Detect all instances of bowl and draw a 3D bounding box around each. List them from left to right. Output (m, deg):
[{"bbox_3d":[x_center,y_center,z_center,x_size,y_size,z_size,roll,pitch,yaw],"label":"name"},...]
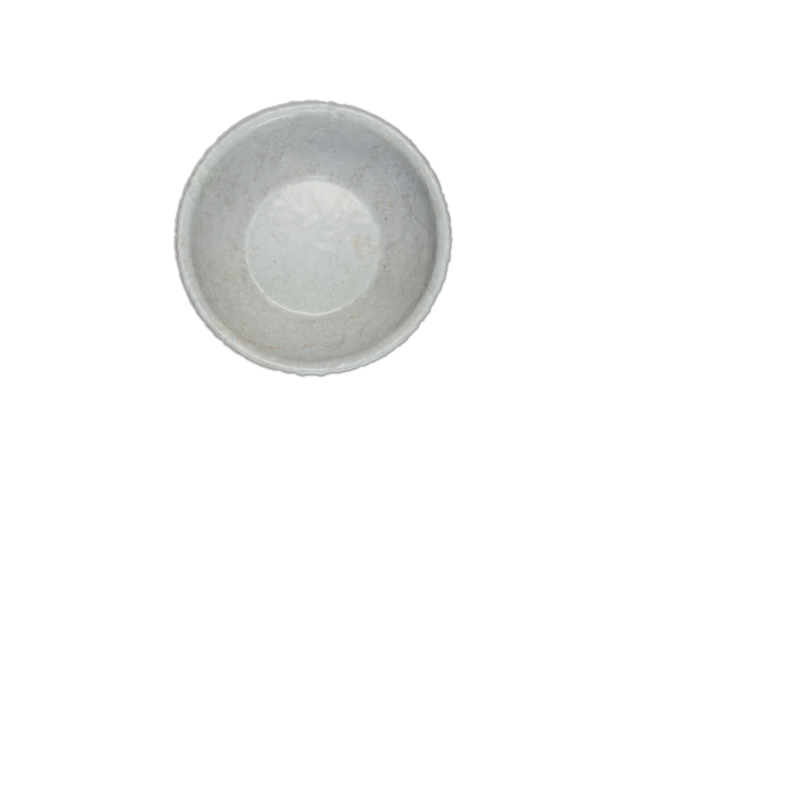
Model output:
[{"bbox_3d":[-0.053,-0.096,0.672,0.162,0.165,0.054,0,-6,0],"label":"bowl"}]
